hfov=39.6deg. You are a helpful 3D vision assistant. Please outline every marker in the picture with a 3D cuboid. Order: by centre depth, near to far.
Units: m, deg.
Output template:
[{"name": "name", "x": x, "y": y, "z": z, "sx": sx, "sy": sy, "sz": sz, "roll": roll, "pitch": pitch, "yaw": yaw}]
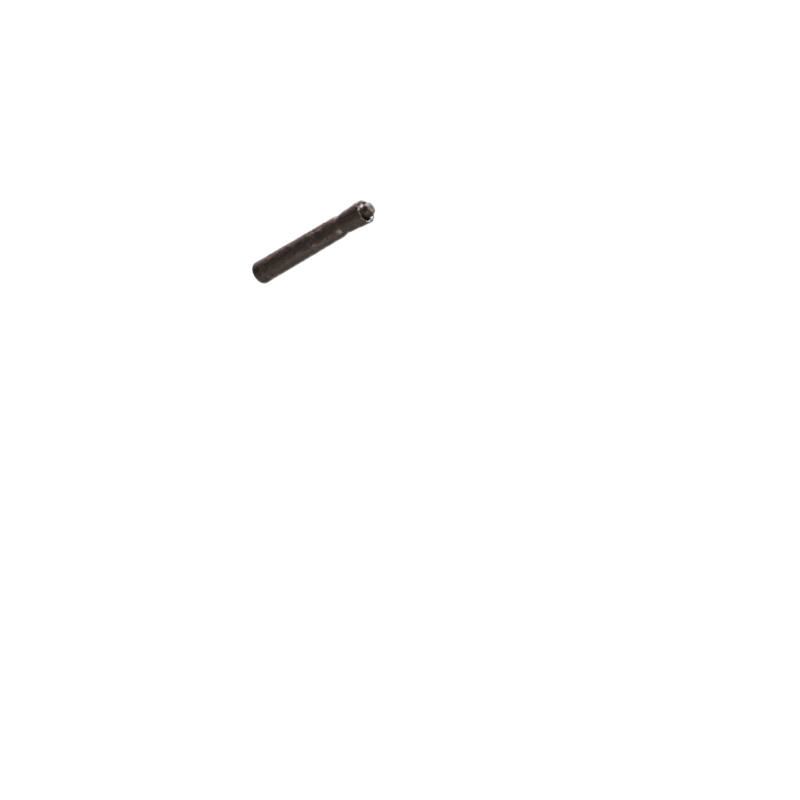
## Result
[{"name": "marker", "x": -0.066, "y": -0.121, "z": 0.849, "sx": 0.121, "sy": 0.020, "sz": 0.019, "roll": -24, "pitch": -12, "yaw": 36}]
